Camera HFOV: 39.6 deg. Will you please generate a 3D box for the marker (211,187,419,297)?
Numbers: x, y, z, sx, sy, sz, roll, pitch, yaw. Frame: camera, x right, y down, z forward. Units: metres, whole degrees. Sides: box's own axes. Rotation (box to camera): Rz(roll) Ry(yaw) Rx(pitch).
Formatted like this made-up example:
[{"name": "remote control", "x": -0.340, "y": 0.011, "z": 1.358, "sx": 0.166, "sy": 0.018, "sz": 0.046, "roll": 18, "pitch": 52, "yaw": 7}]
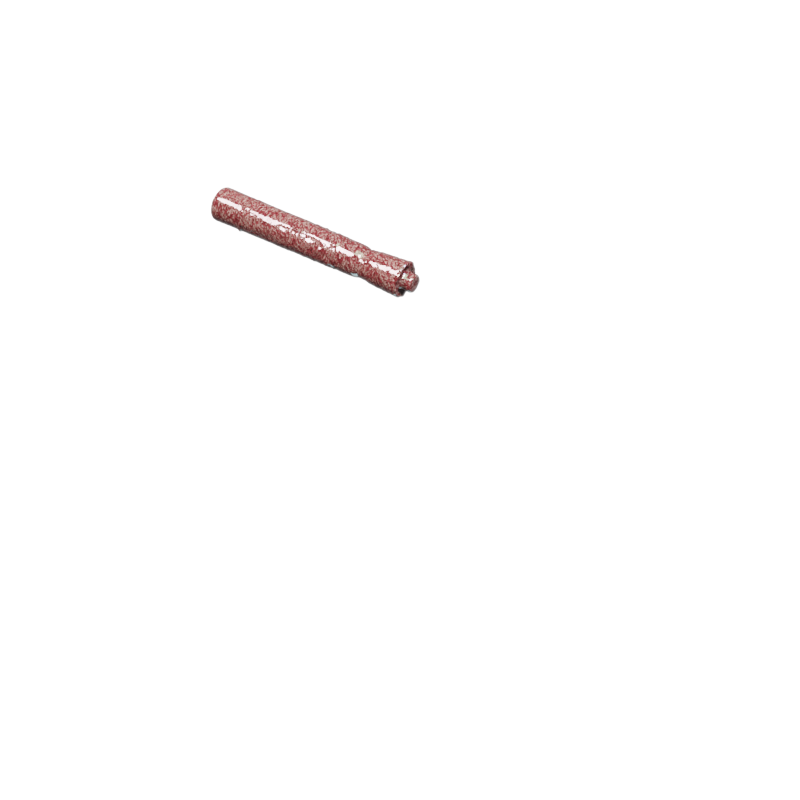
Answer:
[{"name": "marker", "x": -0.044, "y": -0.081, "z": 0.567, "sx": 0.127, "sy": 0.019, "sz": 0.019, "roll": 26, "pitch": 15, "yaw": 26}]
